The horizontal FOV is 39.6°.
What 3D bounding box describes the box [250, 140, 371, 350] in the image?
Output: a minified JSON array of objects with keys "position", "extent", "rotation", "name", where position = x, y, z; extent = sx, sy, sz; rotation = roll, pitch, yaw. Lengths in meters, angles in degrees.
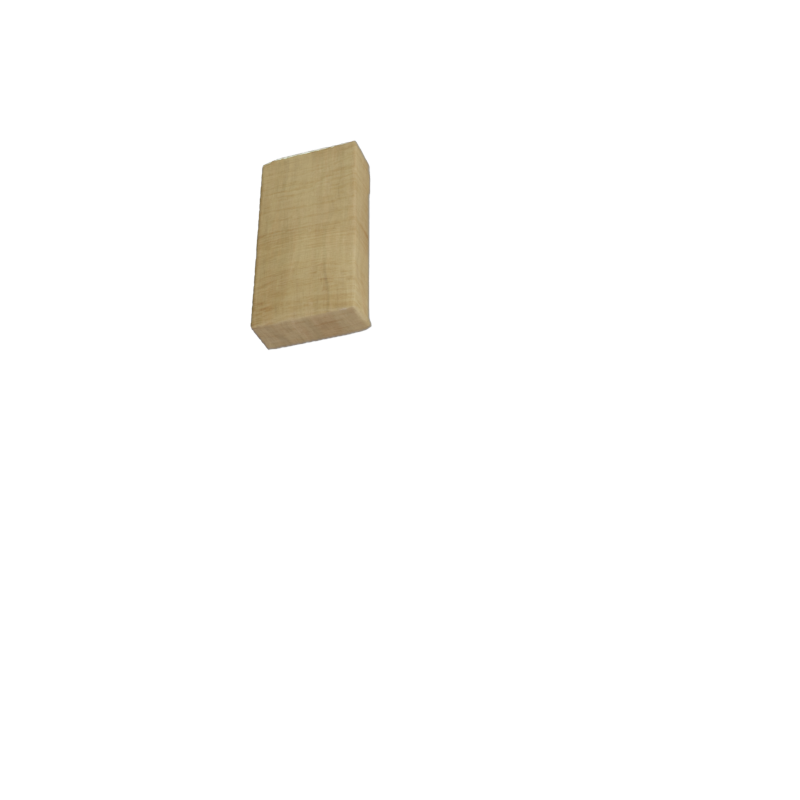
[{"position":[-0.074,-0.134,0.940],"extent":[0.094,0.188,0.044],"rotation":[-12,-34,16],"name":"box"}]
